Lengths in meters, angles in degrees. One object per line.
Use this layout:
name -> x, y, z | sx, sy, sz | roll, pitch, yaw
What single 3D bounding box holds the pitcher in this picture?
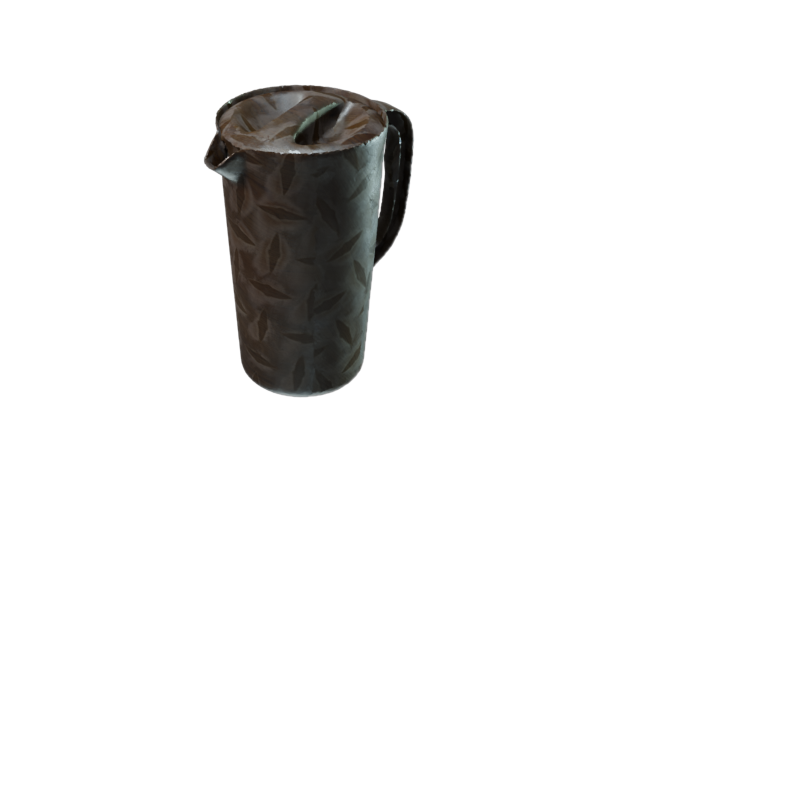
pitcher -> -0.072, -0.131, 0.914 | 0.151, 0.228, 0.153 | 6, 34, 5
